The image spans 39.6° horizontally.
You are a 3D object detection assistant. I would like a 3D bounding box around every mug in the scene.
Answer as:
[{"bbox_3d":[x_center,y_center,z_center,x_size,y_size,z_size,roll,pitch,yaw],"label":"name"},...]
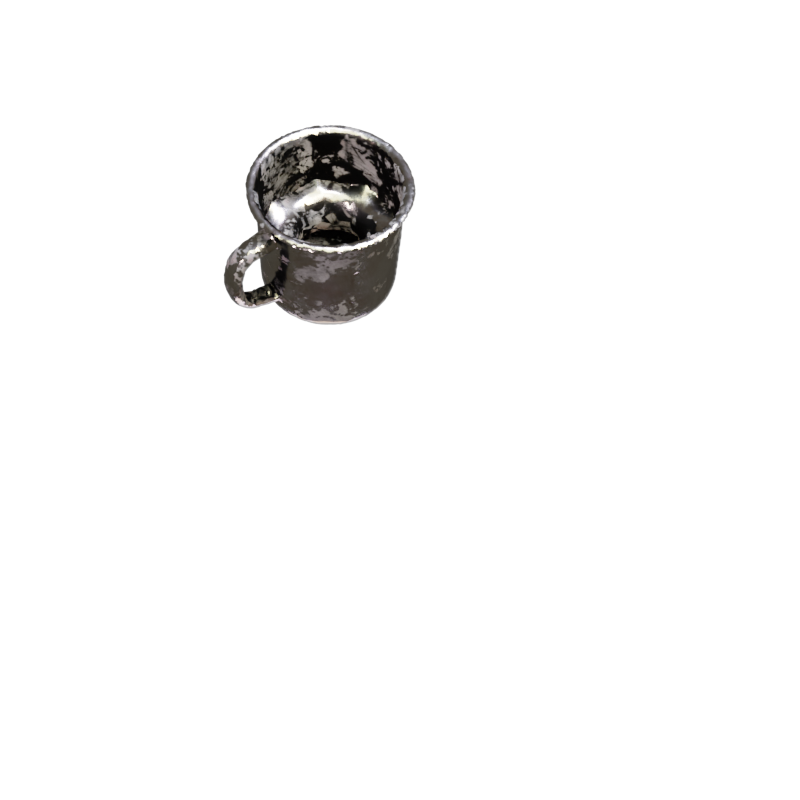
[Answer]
[{"bbox_3d":[-0.050,-0.090,0.633,0.118,0.099,0.076,-36,-27,-23],"label":"mug"}]
